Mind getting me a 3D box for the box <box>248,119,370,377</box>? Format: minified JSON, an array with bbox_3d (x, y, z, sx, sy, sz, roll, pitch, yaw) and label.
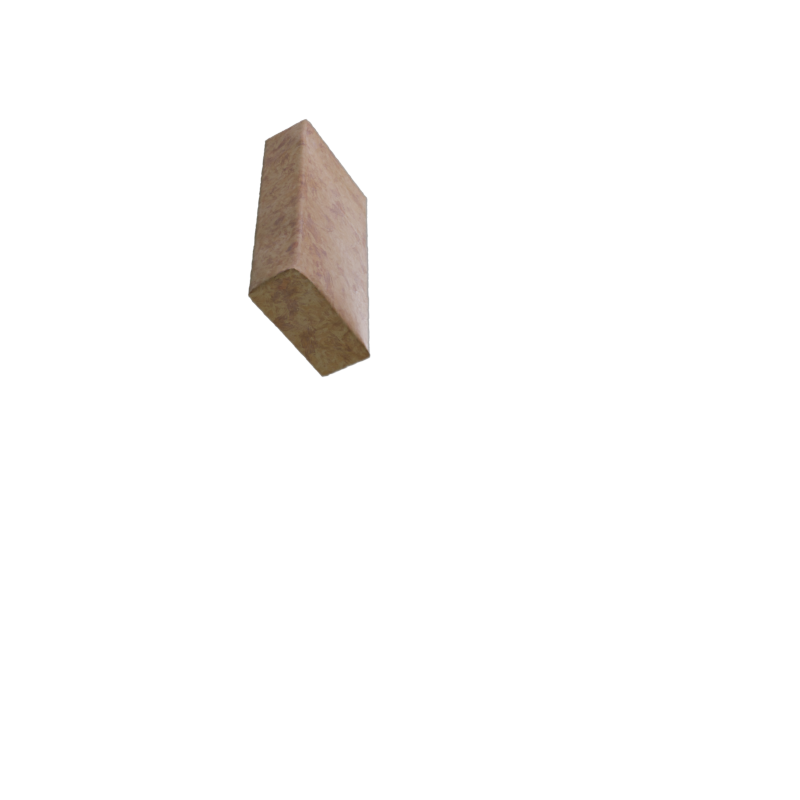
[{"bbox_3d":[-0.062,-0.113,0.791,0.048,0.189,0.087,-26,-51,19],"label":"box"}]
